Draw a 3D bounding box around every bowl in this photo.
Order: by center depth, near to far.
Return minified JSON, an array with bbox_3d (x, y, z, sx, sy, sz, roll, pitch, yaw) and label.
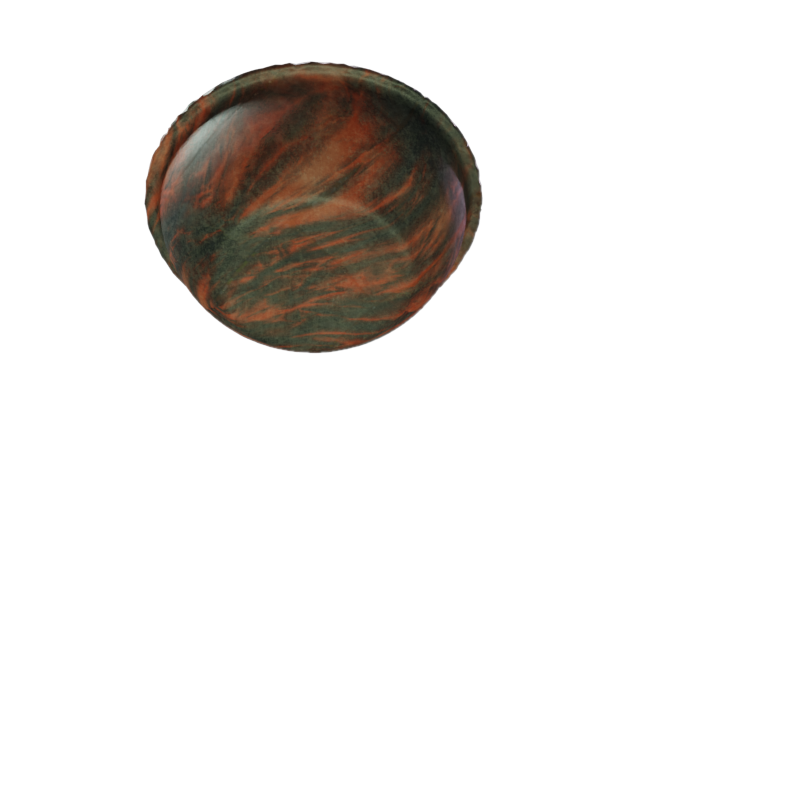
[{"bbox_3d":[-0.040,-0.073,0.513,0.162,0.151,0.059,1,42,-1],"label":"bowl"}]
